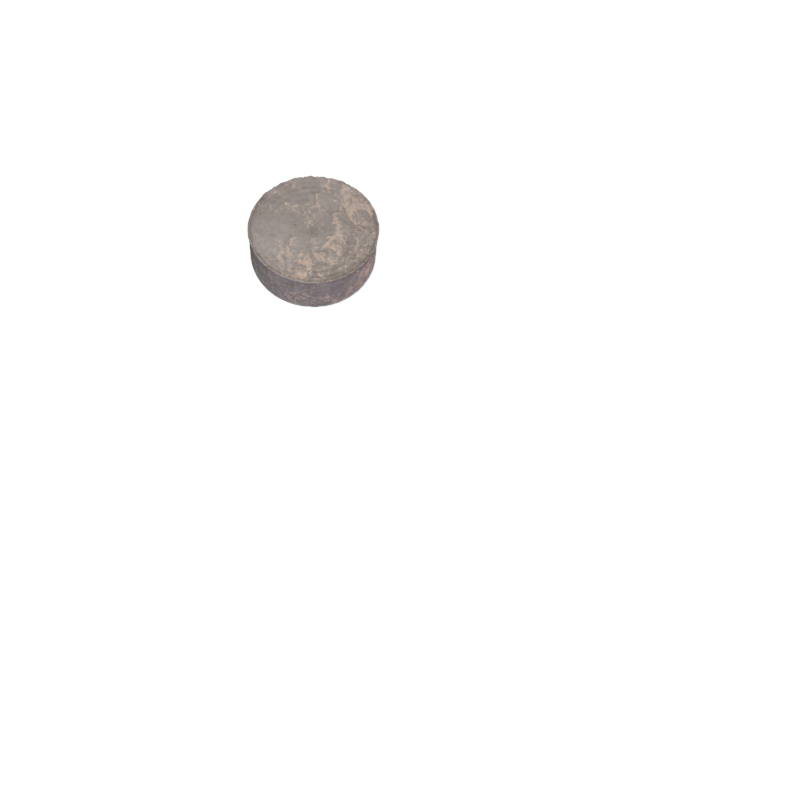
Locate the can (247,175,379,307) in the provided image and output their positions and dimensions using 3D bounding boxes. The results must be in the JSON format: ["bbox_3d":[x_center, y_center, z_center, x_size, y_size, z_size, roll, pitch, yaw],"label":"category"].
[{"bbox_3d":[-0.057,-0.105,0.734,0.086,0.092,0.031,-1,-32,-1],"label":"can"}]
